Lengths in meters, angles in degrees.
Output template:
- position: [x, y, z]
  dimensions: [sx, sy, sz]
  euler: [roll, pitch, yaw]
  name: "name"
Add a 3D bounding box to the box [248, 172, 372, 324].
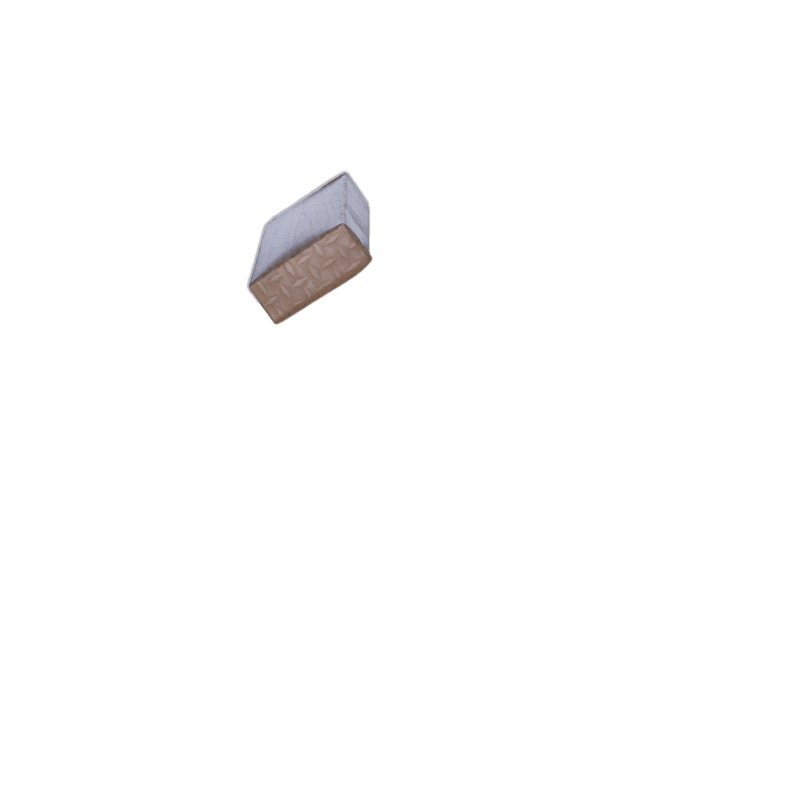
- position: [-0.073, -0.132, 0.923]
  dimensions: [0.093, 0.046, 0.185]
  euler: [-32, 23, 10]
  name: "box"
